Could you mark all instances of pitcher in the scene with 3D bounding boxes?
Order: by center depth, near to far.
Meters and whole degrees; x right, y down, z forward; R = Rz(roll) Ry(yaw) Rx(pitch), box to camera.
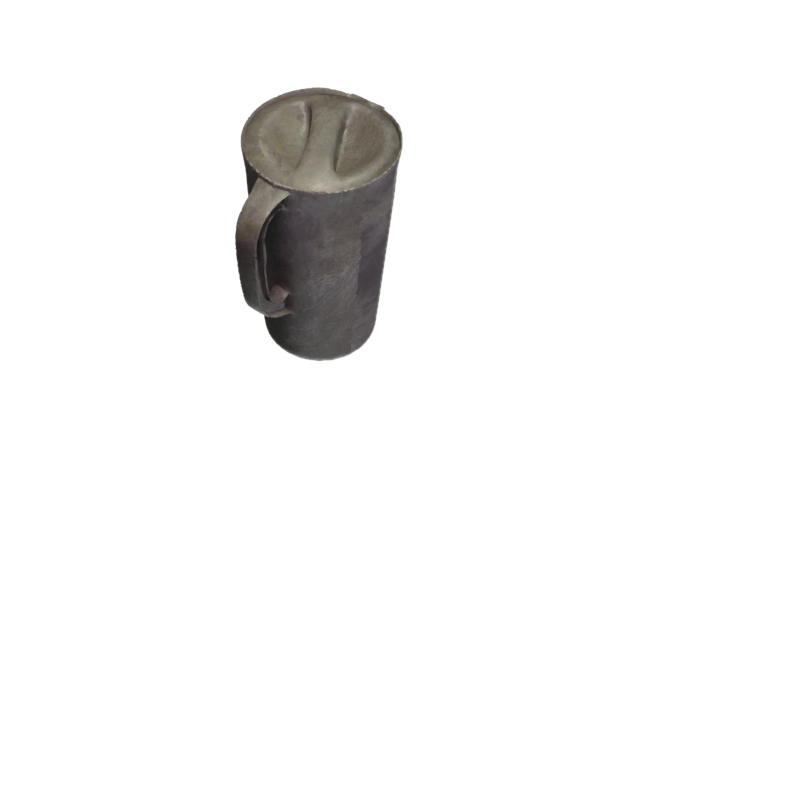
[{"bbox_3d":[-0.077,-0.141,0.984,0.148,0.157,0.226,-8,-39,-10],"label":"pitcher"}]
